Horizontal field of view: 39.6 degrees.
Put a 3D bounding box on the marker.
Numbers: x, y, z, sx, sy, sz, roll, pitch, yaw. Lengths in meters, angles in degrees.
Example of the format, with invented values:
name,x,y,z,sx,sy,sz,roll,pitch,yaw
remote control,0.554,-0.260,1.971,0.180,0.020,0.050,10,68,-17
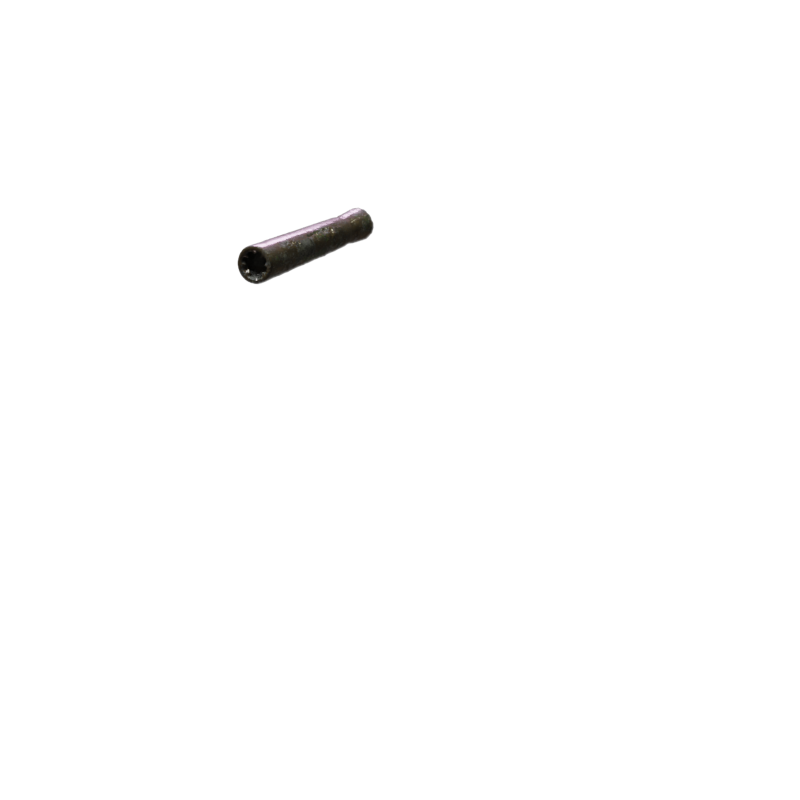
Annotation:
name,x,y,z,sx,sy,sz,roll,pitch,yaw
marker,-0.045,-0.082,0.572,0.020,0.019,0.121,2,18,24
